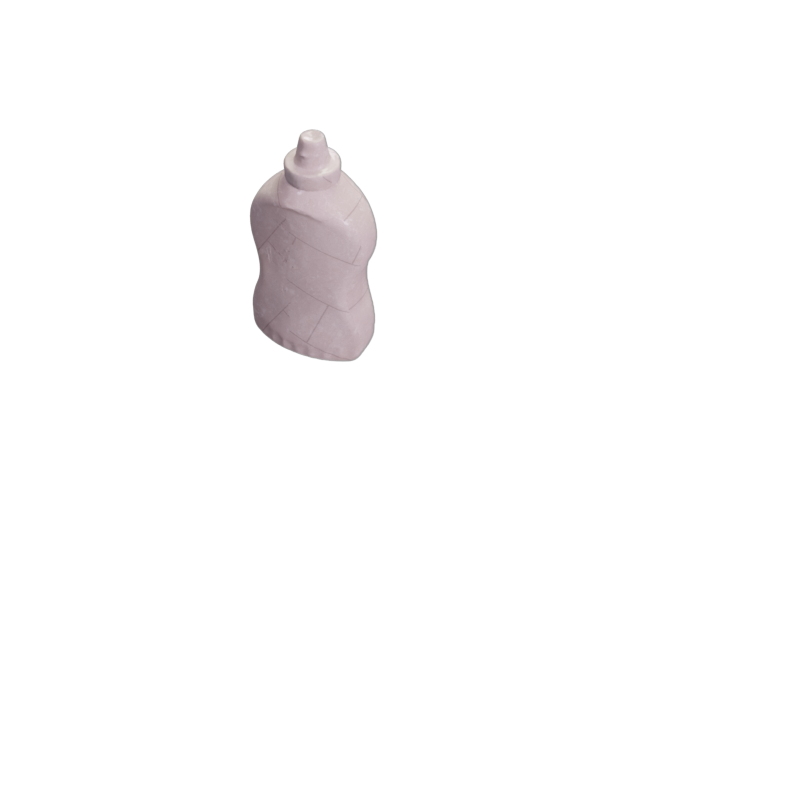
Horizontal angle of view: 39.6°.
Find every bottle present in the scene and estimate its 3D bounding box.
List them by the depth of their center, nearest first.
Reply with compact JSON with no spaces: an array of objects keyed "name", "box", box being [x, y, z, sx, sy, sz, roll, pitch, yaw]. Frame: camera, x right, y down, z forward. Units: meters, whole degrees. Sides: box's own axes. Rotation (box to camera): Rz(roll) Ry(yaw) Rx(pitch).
[{"name":"bottle","box":[-0.065,-0.118,0.826,0.100,0.179,0.060,22,46,19]}]
